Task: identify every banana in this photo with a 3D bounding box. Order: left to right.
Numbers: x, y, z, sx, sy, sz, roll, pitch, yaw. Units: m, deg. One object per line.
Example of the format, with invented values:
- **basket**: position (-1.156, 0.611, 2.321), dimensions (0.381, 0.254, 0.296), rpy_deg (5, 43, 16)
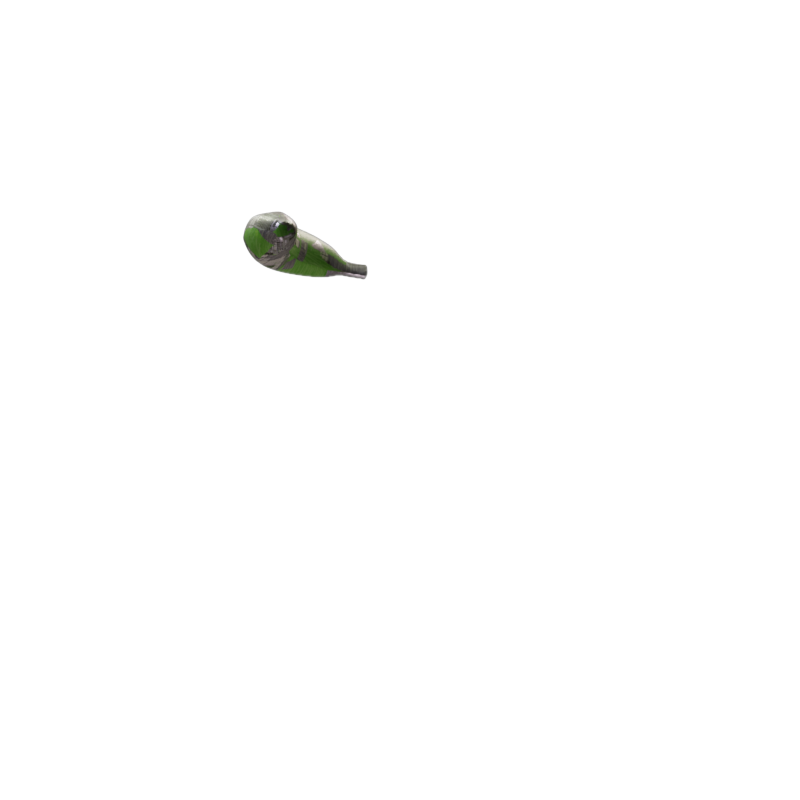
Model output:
- **banana**: position (-0.083, -0.121, 0.858), dimensions (0.071, 0.037, 0.191), rpy_deg (-1, -1, 15)
